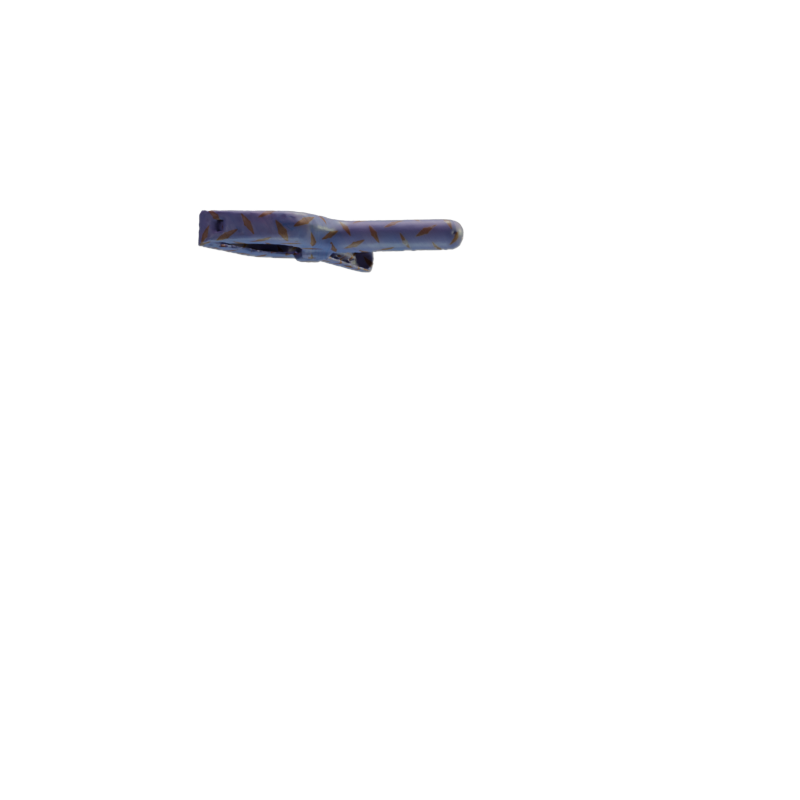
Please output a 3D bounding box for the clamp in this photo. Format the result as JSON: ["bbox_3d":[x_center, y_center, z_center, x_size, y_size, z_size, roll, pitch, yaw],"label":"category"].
[{"bbox_3d":[-0.074,-0.135,0.947,0.204,0.037,0.166,1,-4,-21],"label":"clamp"}]
